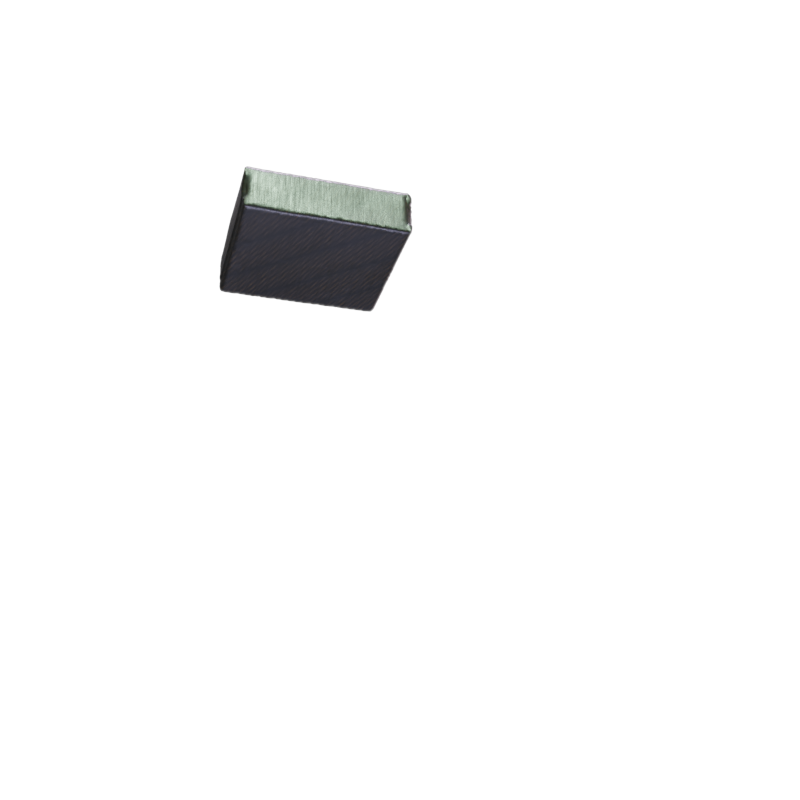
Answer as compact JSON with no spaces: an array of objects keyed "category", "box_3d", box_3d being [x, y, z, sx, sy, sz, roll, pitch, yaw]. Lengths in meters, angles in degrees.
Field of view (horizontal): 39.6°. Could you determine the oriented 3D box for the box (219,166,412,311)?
[{"category":"box","box_3d":[-0.046,-0.083,0.585,0.088,0.032,0.069,8,-35,-12]}]
